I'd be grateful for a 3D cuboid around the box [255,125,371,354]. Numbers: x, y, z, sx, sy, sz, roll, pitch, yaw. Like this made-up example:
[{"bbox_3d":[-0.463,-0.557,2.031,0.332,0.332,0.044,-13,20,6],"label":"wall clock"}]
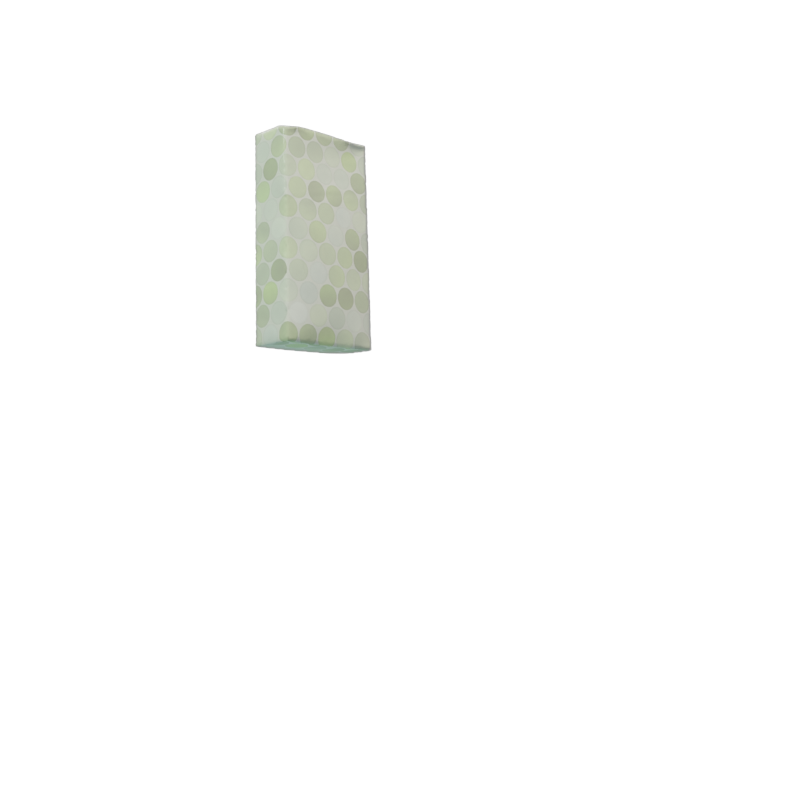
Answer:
[{"bbox_3d":[-0.070,-0.128,0.898,0.089,0.181,0.049,9,-15,-42],"label":"box"}]
